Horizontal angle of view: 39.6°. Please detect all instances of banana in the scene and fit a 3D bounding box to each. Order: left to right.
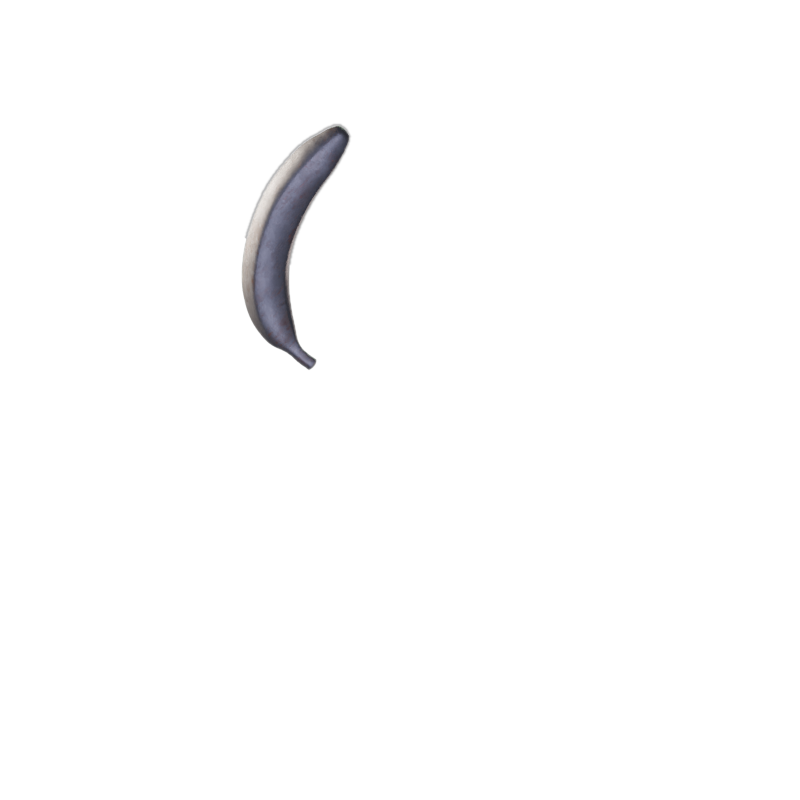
[{"bbox_3d":[-0.087,-0.123,0.870,0.069,0.190,0.038,8,18,-4],"label":"banana"}]
